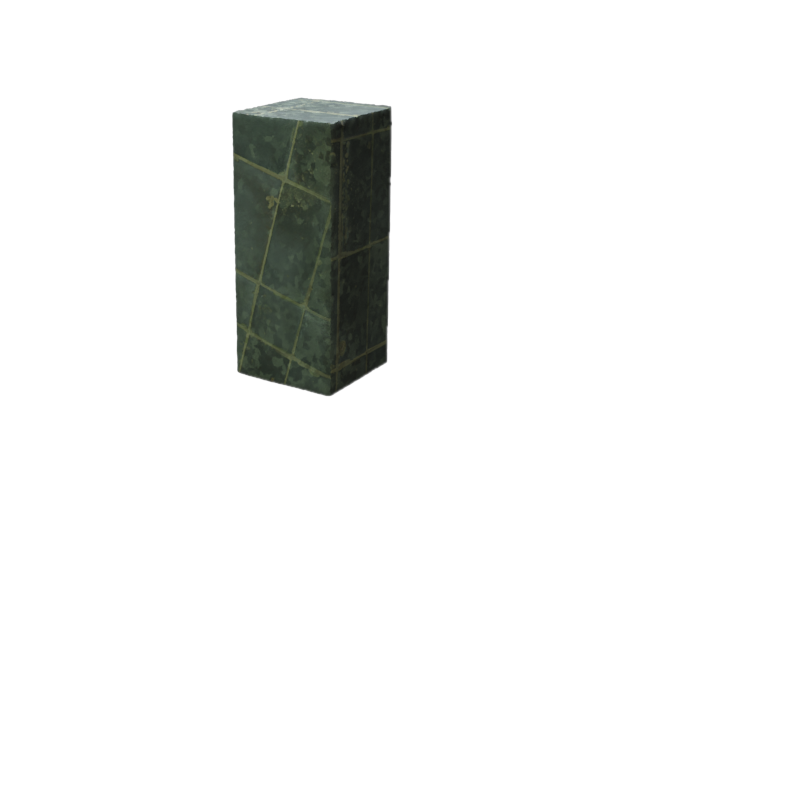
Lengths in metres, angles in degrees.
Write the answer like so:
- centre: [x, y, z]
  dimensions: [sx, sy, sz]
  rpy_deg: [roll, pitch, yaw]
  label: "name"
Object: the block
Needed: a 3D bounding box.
- centre: [-0.066, -0.121, 0.851]
  dimensions: [0.094, 0.198, 0.090]
  rpy_deg: [11, 20, 30]
  label: "block"
